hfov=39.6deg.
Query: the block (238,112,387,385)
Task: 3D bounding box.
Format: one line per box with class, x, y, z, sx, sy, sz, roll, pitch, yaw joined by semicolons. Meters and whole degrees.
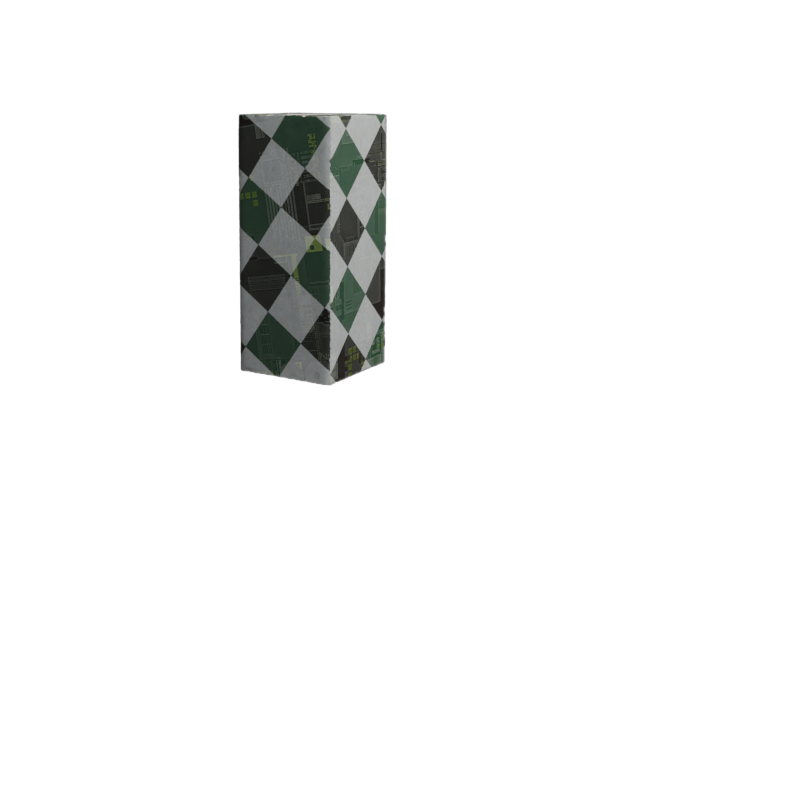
block;-0.071;-0.128;0.897;0.094;0.202;0.089;6;11;30
